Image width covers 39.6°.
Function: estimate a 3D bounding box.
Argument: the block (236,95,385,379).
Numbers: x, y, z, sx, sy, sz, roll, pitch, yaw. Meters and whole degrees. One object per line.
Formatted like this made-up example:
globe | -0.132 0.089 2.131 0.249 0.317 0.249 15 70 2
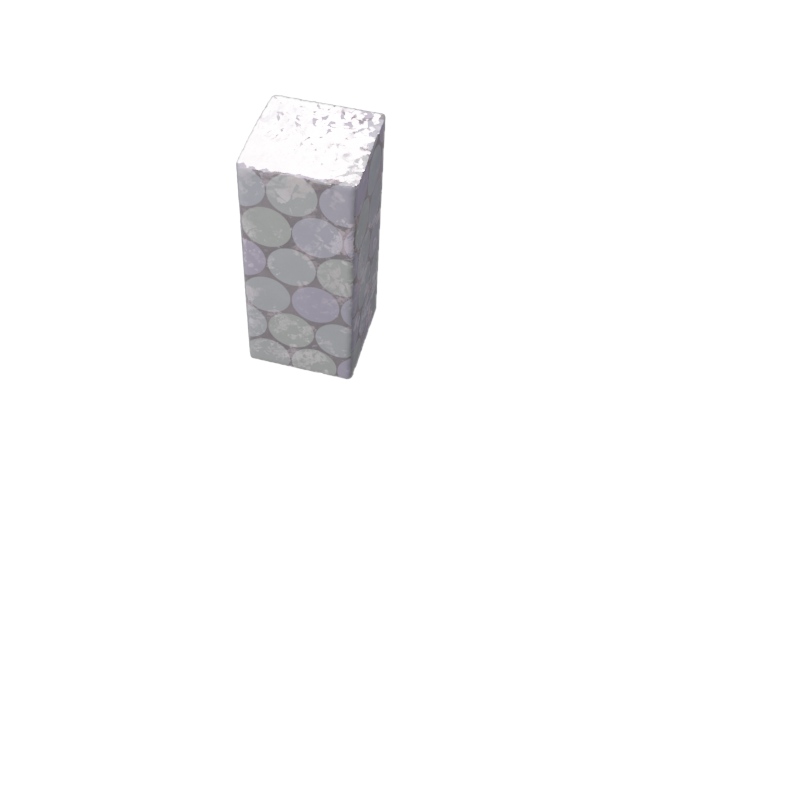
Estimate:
block | -0.068 -0.123 0.864 0.092 0.095 0.192 13 -42 8
